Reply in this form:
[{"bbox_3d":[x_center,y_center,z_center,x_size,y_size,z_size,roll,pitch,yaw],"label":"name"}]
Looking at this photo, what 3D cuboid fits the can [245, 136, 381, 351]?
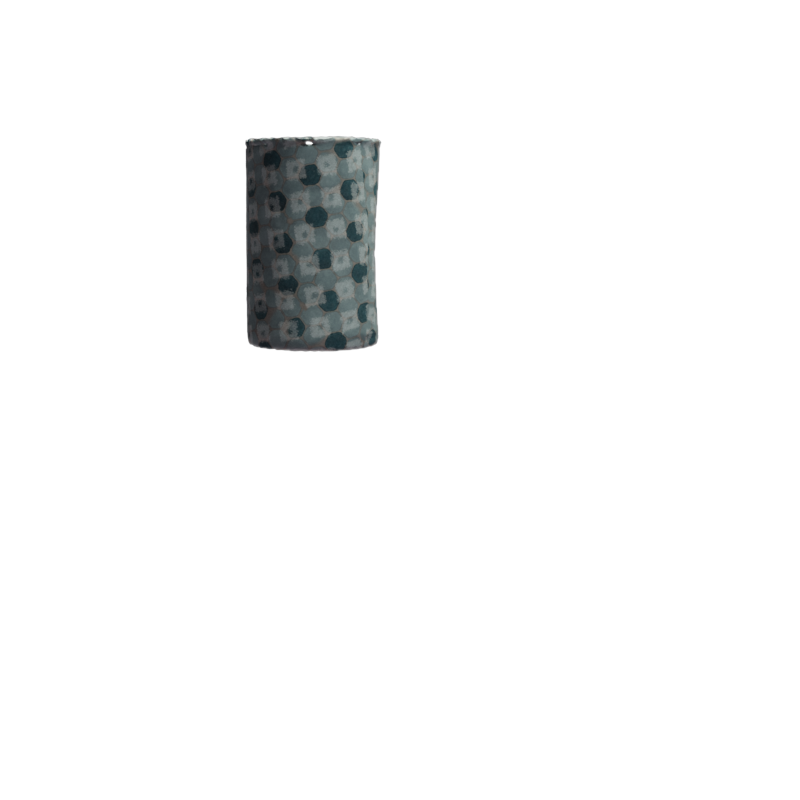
[{"bbox_3d":[-0.043,-0.079,0.555,0.068,0.101,0.069,0,5,-2],"label":"can"}]
